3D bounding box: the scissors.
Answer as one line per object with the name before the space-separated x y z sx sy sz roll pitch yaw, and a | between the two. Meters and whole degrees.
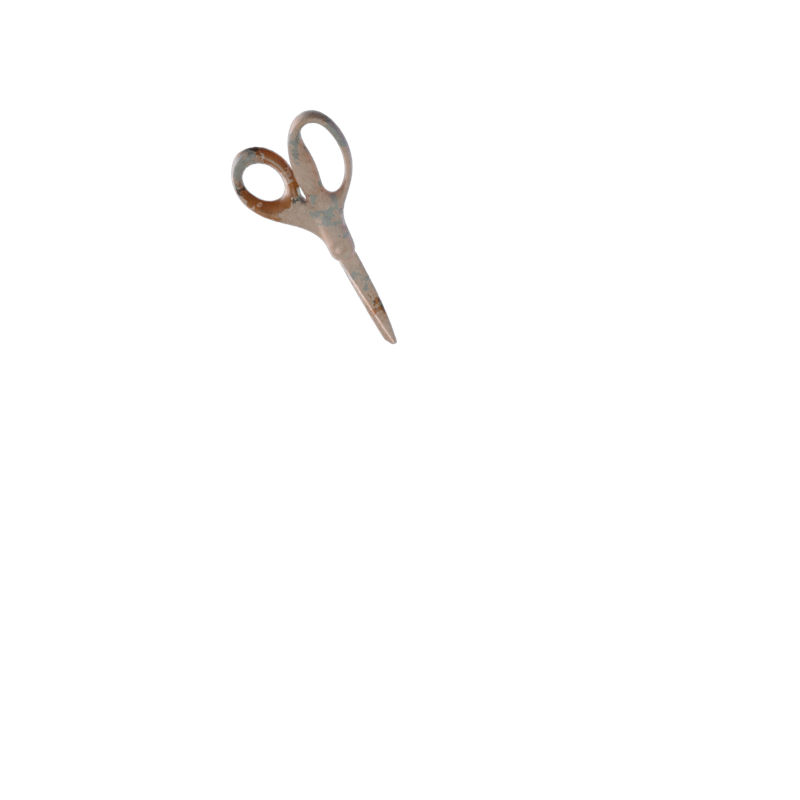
scissors | -0.064 -0.117 0.818 0.097 0.189 0.017 -8 31 4
